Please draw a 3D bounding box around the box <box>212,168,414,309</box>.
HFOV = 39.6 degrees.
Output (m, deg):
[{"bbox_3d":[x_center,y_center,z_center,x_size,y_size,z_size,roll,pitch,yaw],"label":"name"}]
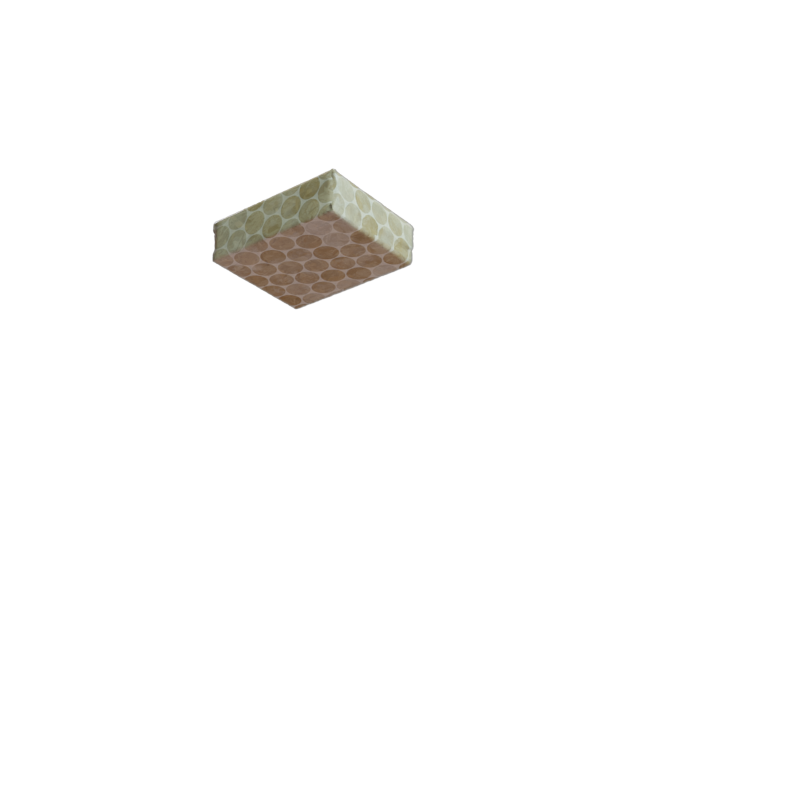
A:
[{"bbox_3d":[-0.048,-0.088,0.619,0.090,0.032,0.068,-18,-31,33],"label":"box"}]
